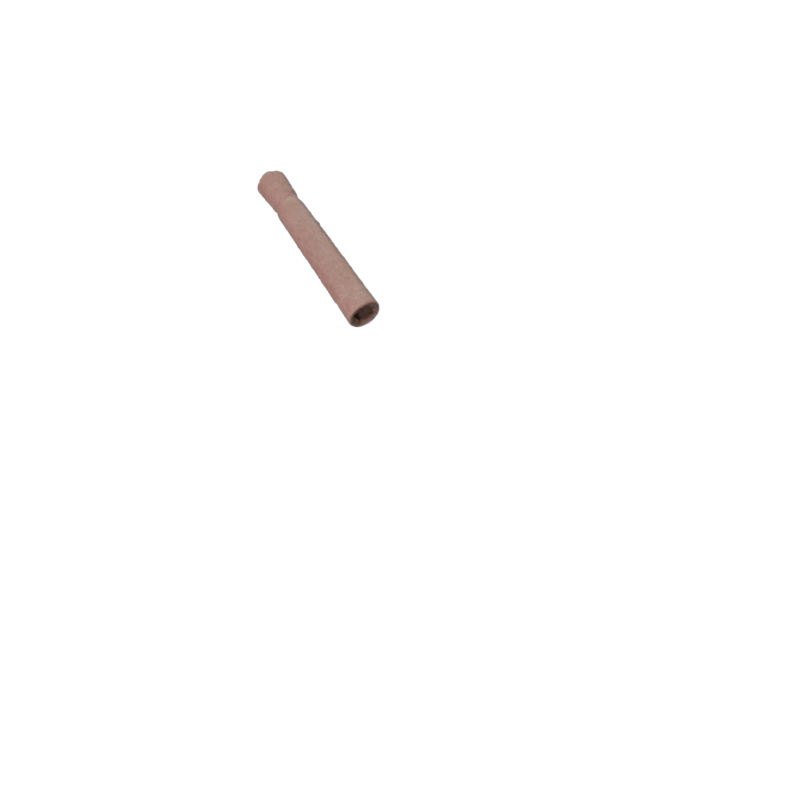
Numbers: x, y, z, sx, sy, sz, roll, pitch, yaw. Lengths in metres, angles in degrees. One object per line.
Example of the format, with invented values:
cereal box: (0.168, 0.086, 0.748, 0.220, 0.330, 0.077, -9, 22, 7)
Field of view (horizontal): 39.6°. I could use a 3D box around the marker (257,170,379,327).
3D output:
marker: (-0.049, -0.089, 0.623, 0.019, 0.019, 0.131, -2, 44, -37)
